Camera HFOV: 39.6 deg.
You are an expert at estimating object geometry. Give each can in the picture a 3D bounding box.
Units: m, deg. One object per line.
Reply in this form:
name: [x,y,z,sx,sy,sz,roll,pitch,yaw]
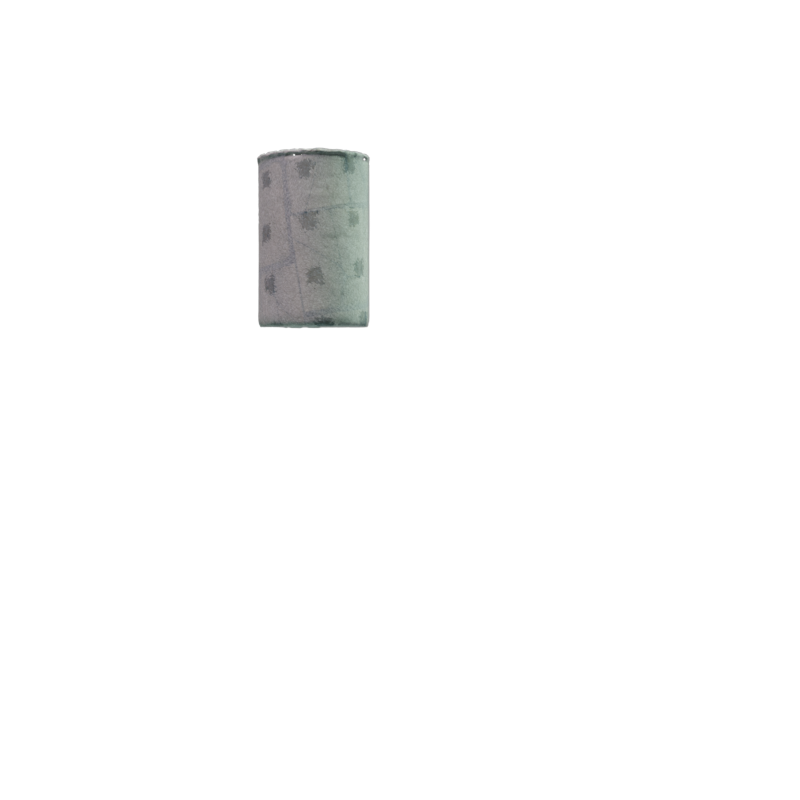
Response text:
can: [-0.052,-0.094,0.662,0.068,0.103,0.068,0,-3,-2]
